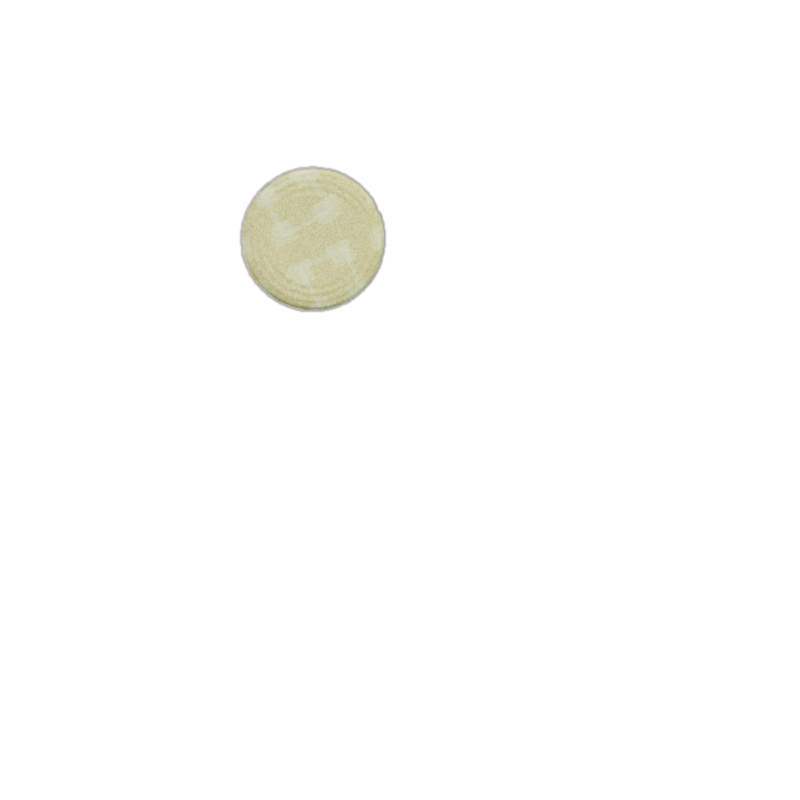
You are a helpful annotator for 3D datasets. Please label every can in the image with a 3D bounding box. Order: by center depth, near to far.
[{"bbox_3d":[-0.053,-0.096,0.673,0.086,0.087,0.033,0,-4,-1],"label":"can"}]
